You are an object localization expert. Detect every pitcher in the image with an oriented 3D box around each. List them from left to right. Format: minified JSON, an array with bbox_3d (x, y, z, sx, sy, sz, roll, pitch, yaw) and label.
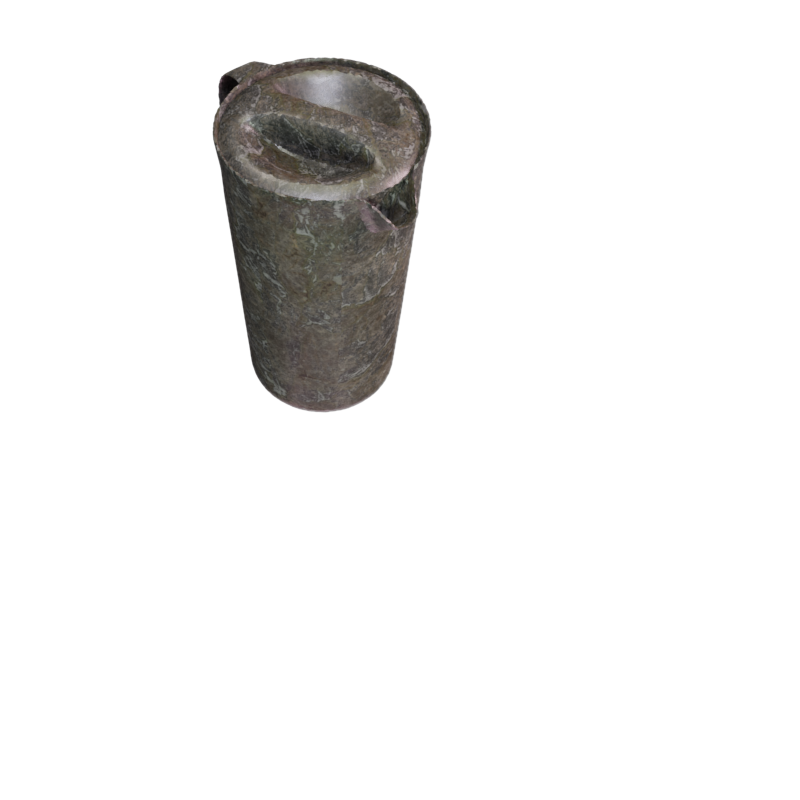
[{"bbox_3d":[-0.060,-0.109,0.761,0.146,0.159,0.227,6,-39,1],"label":"pitcher"}]
